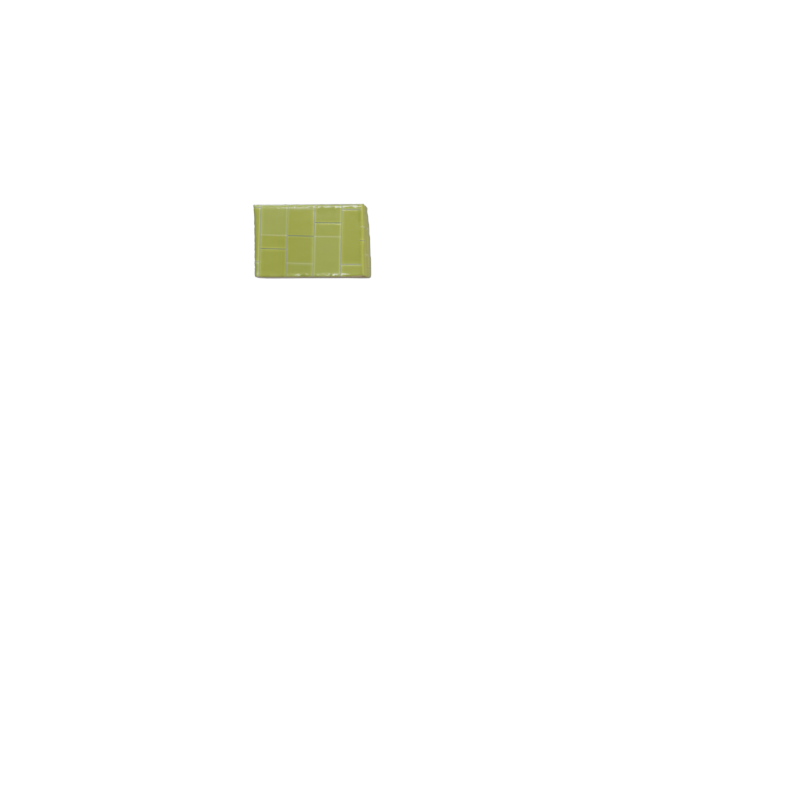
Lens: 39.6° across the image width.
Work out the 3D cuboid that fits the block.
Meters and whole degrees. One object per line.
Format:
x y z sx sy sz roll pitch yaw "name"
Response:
-0.061 -0.111 0.777 0.079 0.051 0.052 0 2 5 "block"
